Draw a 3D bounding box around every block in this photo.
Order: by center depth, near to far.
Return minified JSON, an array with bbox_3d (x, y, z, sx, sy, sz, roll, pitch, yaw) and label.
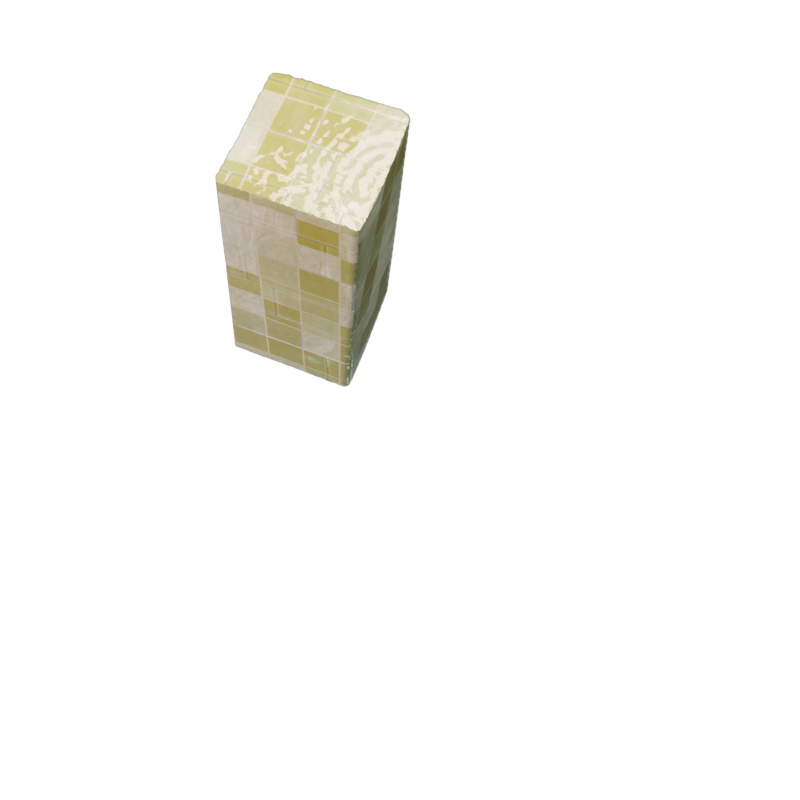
[{"bbox_3d":[-0.056,-0.103,0.718,0.092,0.094,0.194,20,-26,6],"label":"block"}]
